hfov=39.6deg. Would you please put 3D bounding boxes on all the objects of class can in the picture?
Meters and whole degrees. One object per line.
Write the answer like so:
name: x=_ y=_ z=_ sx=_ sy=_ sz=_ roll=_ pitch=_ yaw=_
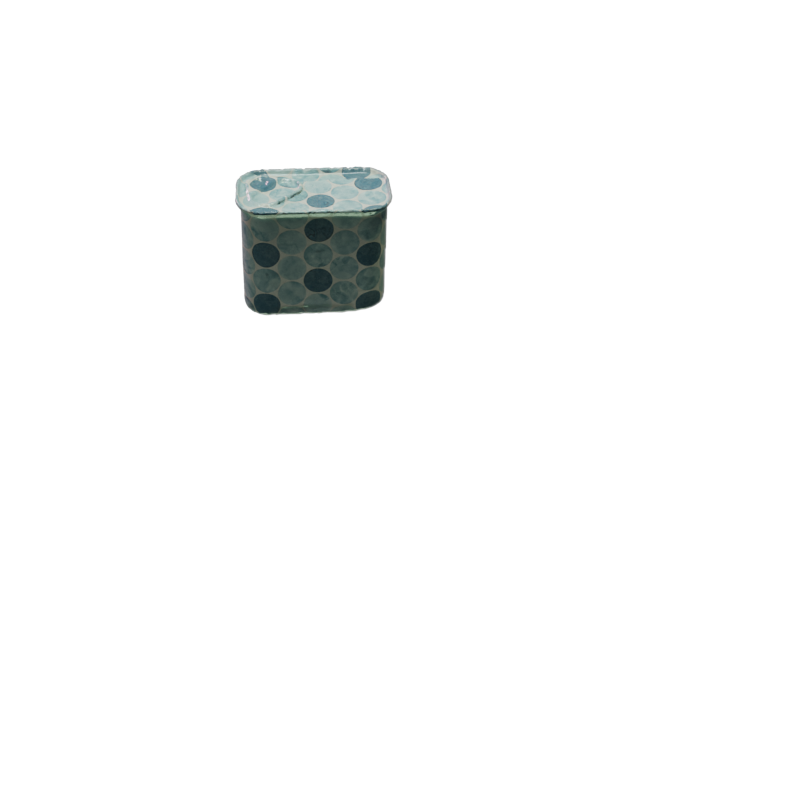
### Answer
can: x=-0.059 y=-0.107 z=0.748 sx=0.101 sy=0.078 sz=0.062 roll=-2 pitch=36 yaw=-4
